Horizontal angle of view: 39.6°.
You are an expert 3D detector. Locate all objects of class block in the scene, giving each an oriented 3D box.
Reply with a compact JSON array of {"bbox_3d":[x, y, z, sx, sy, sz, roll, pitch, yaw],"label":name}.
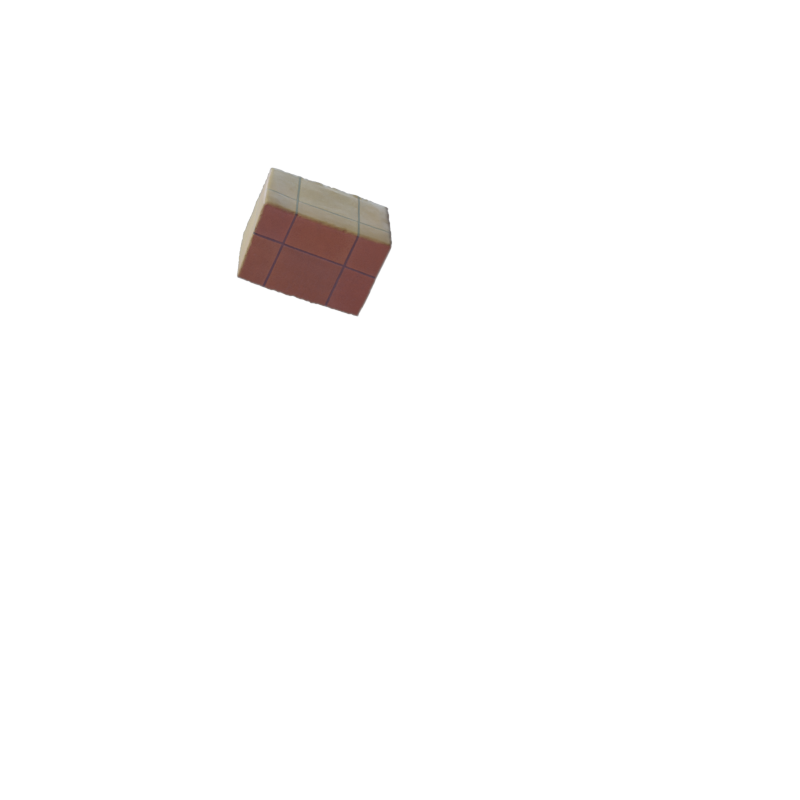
[{"bbox_3d":[-0.051,-0.092,0.647,0.076,0.051,0.054,18,30,-12],"label":"block"}]
